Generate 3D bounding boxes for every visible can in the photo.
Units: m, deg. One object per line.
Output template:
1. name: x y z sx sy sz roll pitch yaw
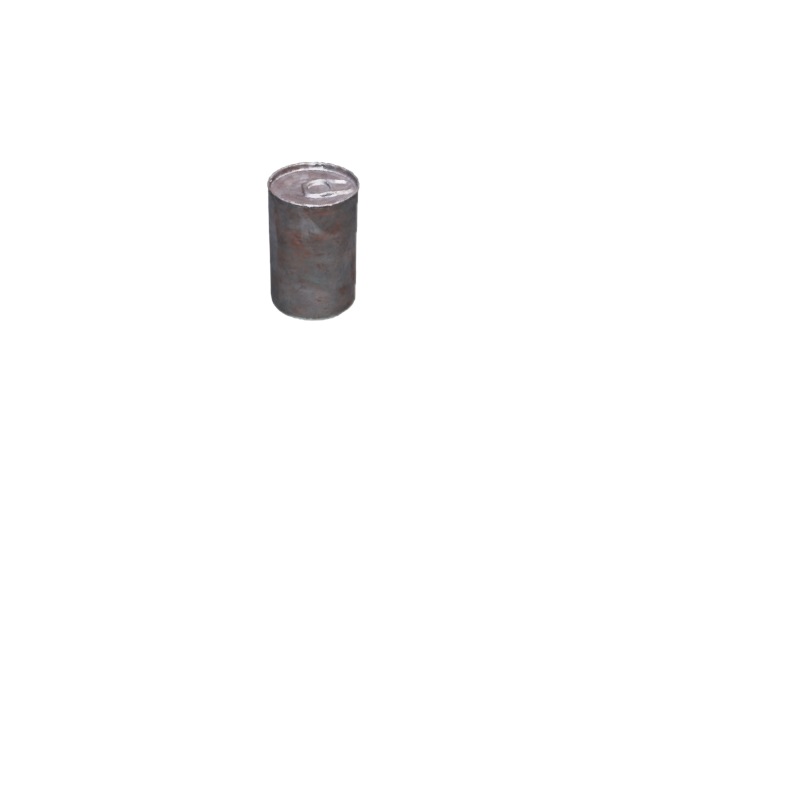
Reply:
1. can: -0.066 -0.120 0.840 0.068 0.096 0.073 0 35 -3
